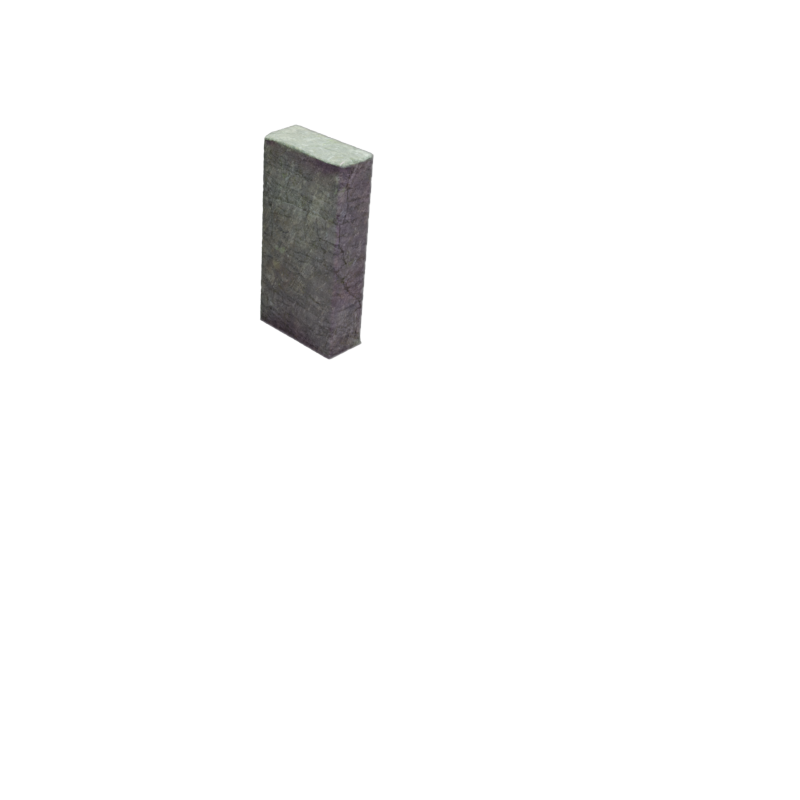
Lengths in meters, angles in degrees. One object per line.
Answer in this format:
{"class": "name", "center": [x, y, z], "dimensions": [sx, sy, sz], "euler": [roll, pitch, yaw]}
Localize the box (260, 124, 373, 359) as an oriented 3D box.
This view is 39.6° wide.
{"class": "box", "center": [-0.073, -0.132, 0.926], "dimensions": [0.099, 0.166, 0.048], "euler": [27, 37, 37]}
